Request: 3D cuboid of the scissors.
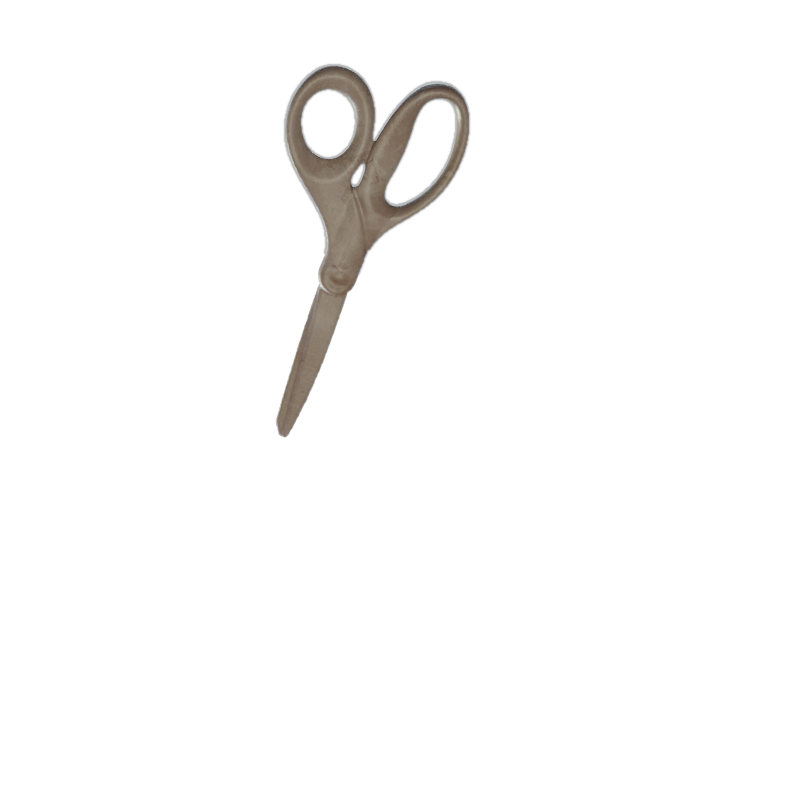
[{"bbox_3d":[-0.043,-0.079,0.550,0.094,0.198,0.016,33,17,-12],"label":"scissors"}]
